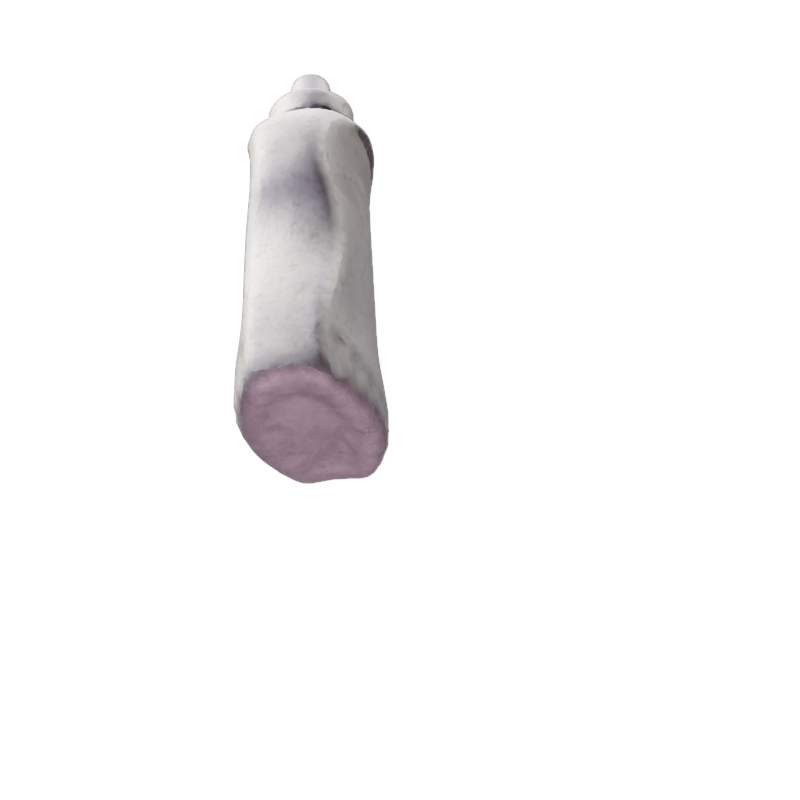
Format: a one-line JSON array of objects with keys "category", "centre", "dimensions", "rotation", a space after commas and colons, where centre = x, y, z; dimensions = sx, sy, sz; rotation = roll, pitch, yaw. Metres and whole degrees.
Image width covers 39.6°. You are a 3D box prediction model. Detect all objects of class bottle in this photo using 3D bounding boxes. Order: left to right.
[{"category": "bottle", "centre": [-0.039, -0.069, 0.487], "dimensions": [0.059, 0.205, 0.089], "rotation": [-9, -34, 9]}]
